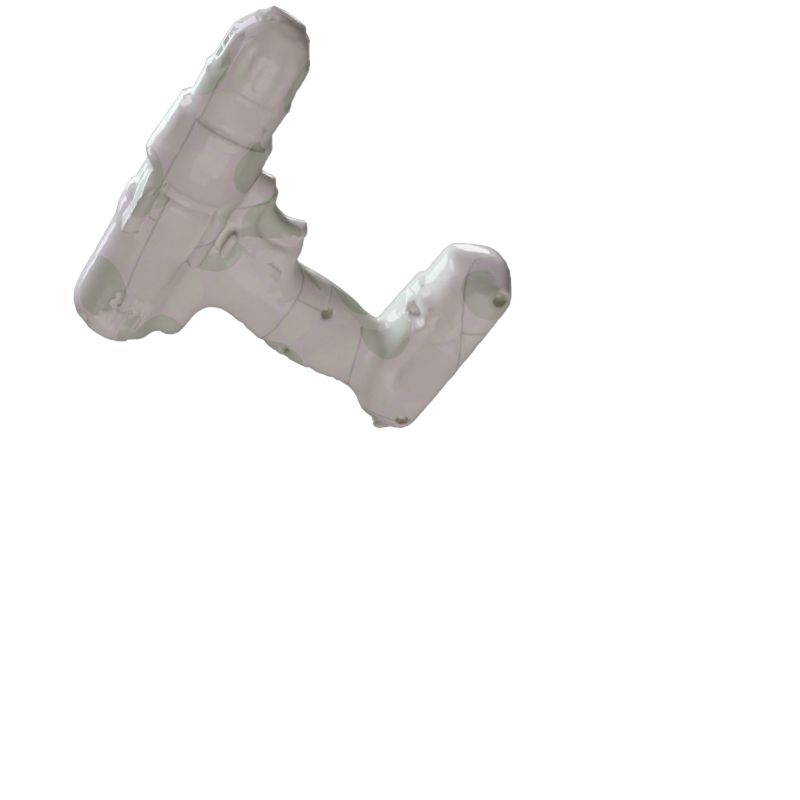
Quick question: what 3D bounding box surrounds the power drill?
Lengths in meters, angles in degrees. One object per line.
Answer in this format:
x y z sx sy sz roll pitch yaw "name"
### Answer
-0.042 -0.077 0.540 0.181 0.179 0.061 28 29 -18 "power drill"
